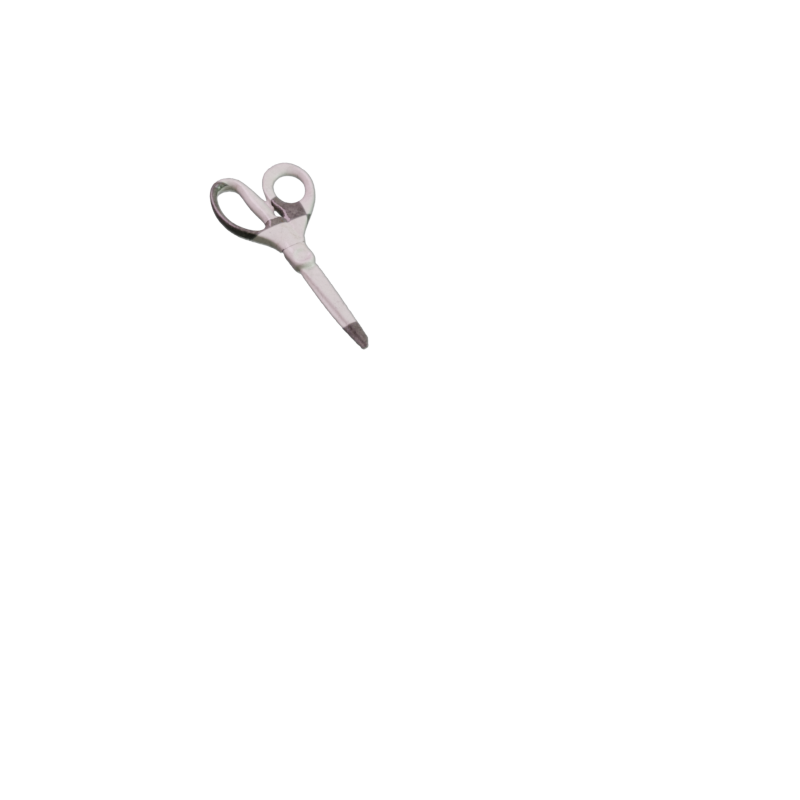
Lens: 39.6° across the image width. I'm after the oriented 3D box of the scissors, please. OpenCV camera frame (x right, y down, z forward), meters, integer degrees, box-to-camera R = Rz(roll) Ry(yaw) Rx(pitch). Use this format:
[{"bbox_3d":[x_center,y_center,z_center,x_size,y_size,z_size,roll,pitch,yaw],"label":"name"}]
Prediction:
[{"bbox_3d":[-0.071,-0.129,0.901,0.213,0.097,0.015,38,-27,24],"label":"scissors"}]
